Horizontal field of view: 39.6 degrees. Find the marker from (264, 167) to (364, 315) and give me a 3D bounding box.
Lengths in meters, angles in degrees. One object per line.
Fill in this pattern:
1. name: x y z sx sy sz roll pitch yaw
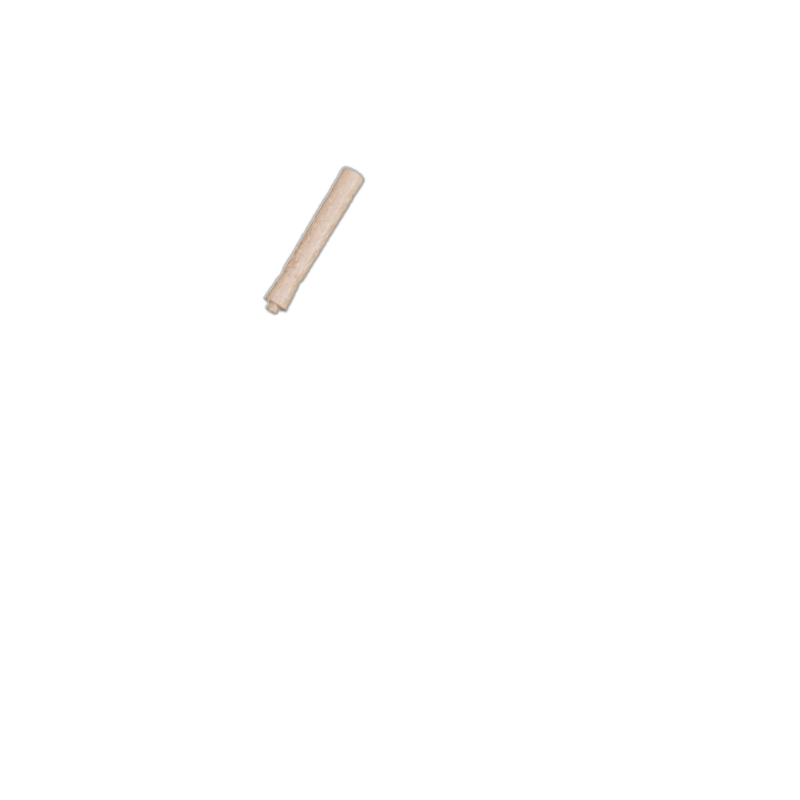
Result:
1. marker: -0.063 -0.116 0.810 0.020 0.123 0.019 29 -13 4
